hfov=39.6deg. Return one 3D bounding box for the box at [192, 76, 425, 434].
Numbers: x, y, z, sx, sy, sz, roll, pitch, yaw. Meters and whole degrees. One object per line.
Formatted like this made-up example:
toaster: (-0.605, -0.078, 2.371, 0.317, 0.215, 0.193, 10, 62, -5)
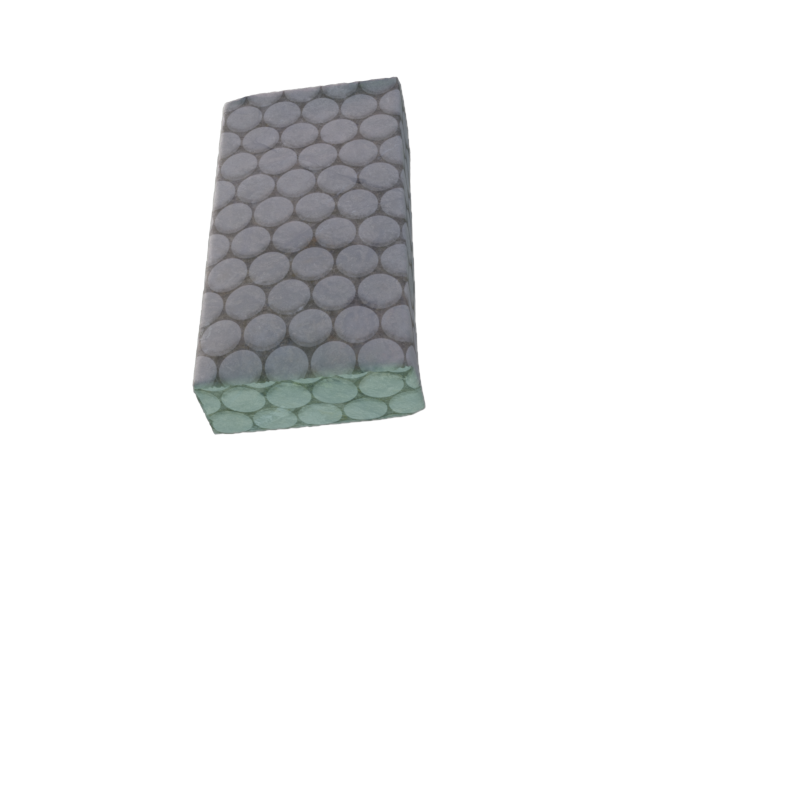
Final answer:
box: (-0.040, -0.073, 0.512, 0.094, 0.189, 0.044, -7, -36, 6)
